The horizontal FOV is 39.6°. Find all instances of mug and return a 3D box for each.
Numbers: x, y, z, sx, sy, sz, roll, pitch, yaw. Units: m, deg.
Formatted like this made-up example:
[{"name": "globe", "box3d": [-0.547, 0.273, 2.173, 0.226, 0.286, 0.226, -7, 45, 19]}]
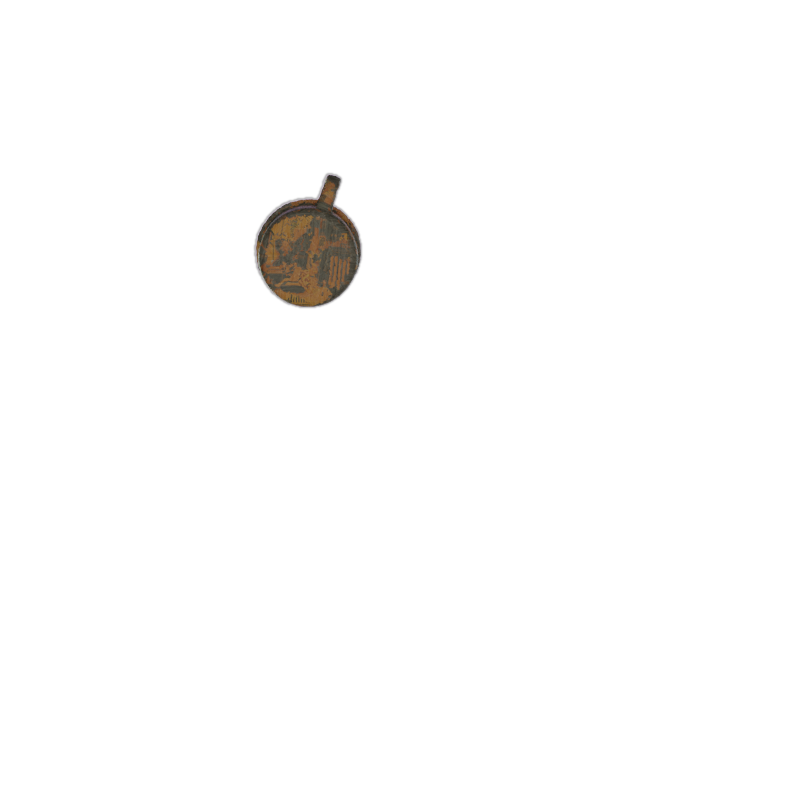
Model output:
[{"name": "mug", "box3d": [-0.073, -0.133, 0.931, 0.093, 0.116, 0.083, 21, 5, -4]}]
